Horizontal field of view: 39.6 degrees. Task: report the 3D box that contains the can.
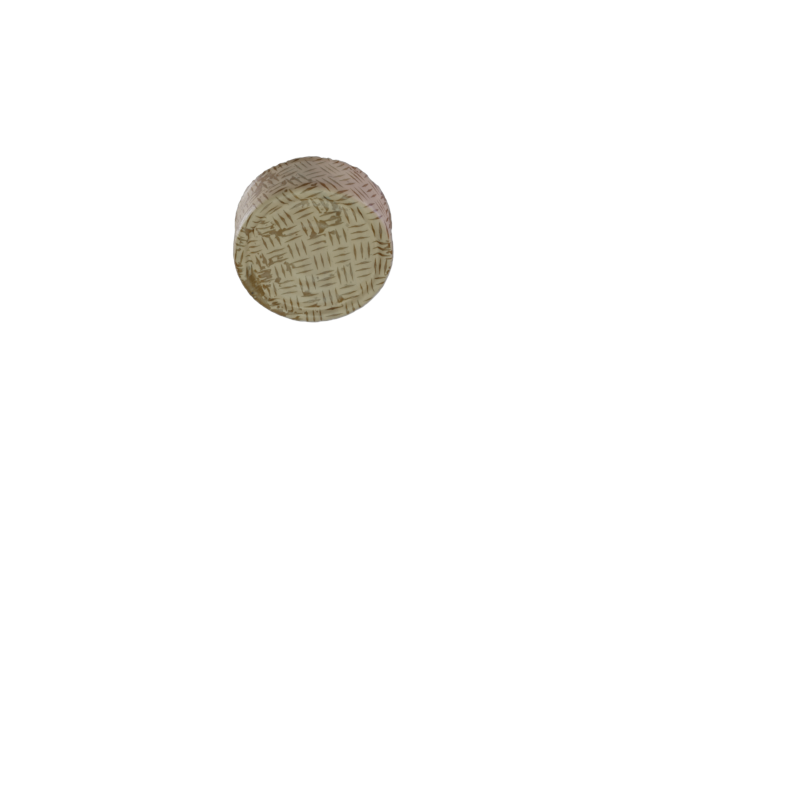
[{"bbox_3d":[-0.046,-0.084,0.591,0.086,0.080,0.036,1,34,-1],"label":"can"}]
